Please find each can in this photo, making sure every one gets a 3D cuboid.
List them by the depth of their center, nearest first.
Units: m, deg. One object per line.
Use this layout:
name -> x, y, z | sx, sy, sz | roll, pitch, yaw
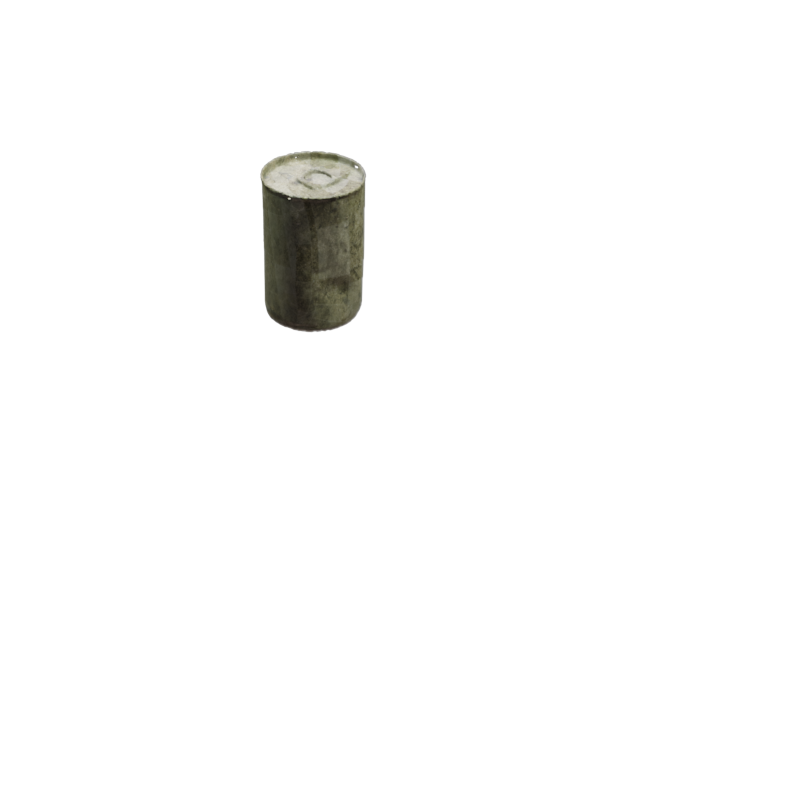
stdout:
can -> -0.058, -0.105, 0.736 | 0.068, 0.096, 0.073 | 0, 33, -3
